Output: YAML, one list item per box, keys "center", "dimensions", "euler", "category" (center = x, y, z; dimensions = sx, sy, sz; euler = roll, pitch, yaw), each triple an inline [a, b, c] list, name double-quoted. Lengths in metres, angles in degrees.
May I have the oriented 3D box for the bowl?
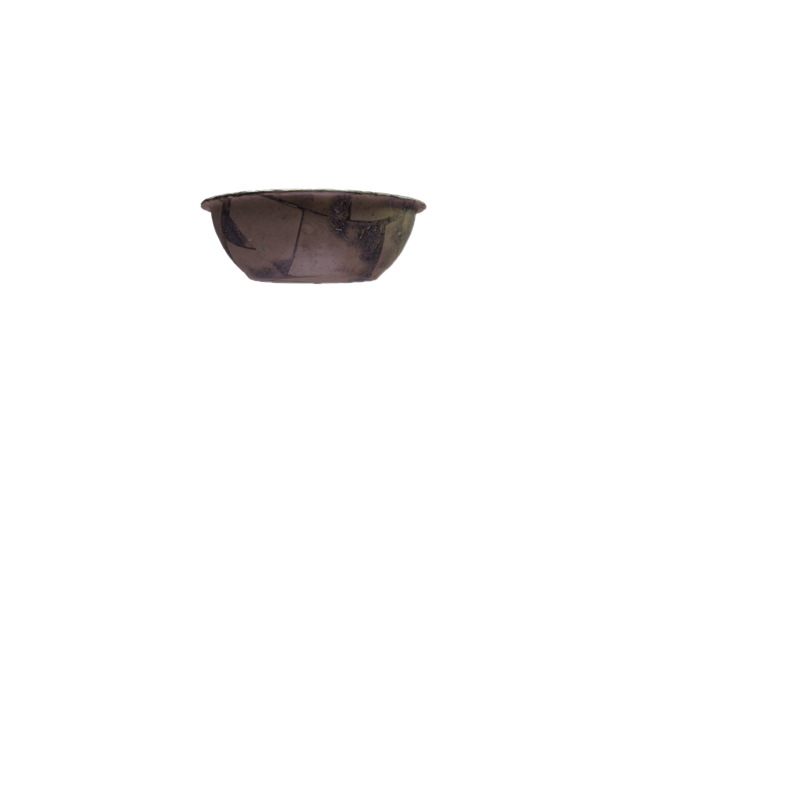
- center: [-0.062, -0.113, 0.789]
  dimensions: [0.162, 0.055, 0.162]
  euler: [0, 2, -2]
  category: "bowl"
